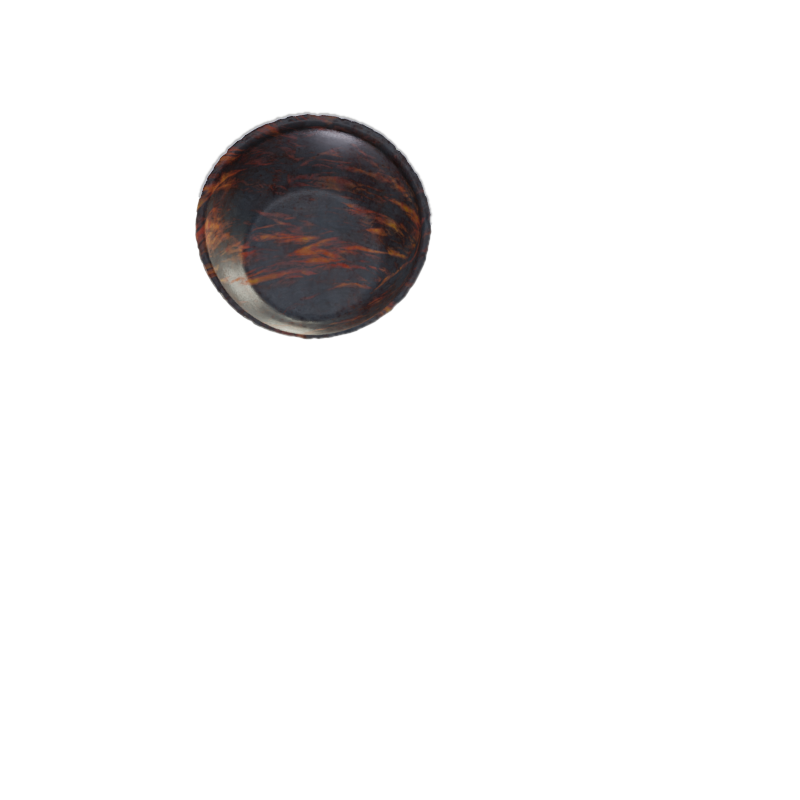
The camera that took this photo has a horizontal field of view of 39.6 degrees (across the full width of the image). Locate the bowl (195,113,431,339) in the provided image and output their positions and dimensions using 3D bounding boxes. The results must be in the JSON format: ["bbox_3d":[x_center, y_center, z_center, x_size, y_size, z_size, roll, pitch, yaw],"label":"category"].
[{"bbox_3d":[-0.058,-0.105,0.735,0.162,0.155,0.058,1,21,-1],"label":"bowl"}]
